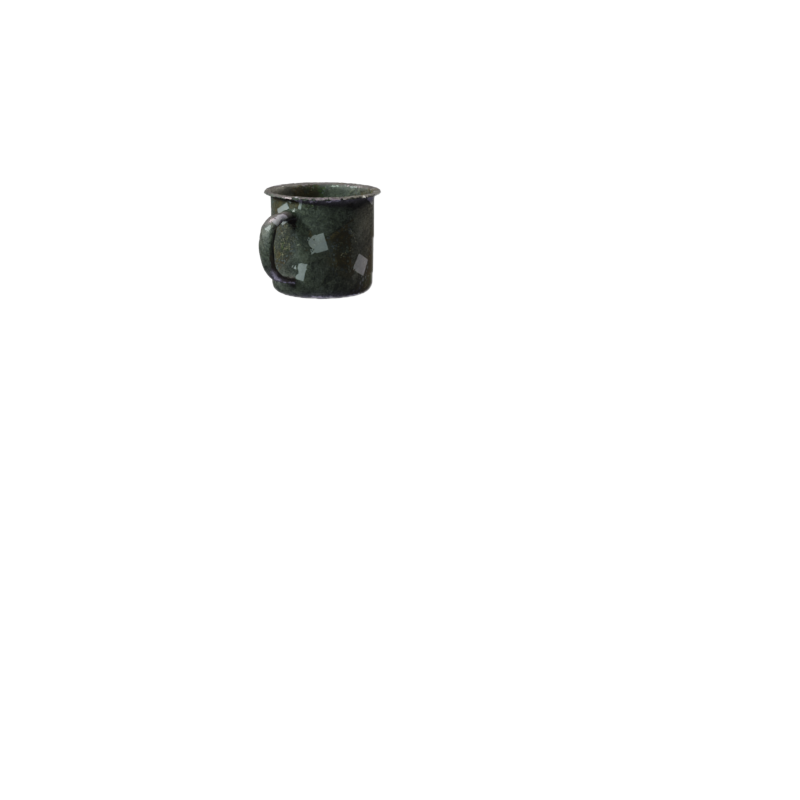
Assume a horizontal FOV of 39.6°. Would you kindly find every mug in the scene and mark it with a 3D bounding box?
[{"bbox_3d":[-0.069,-0.125,0.879,0.098,0.079,0.115,11,19,33],"label":"mug"}]
